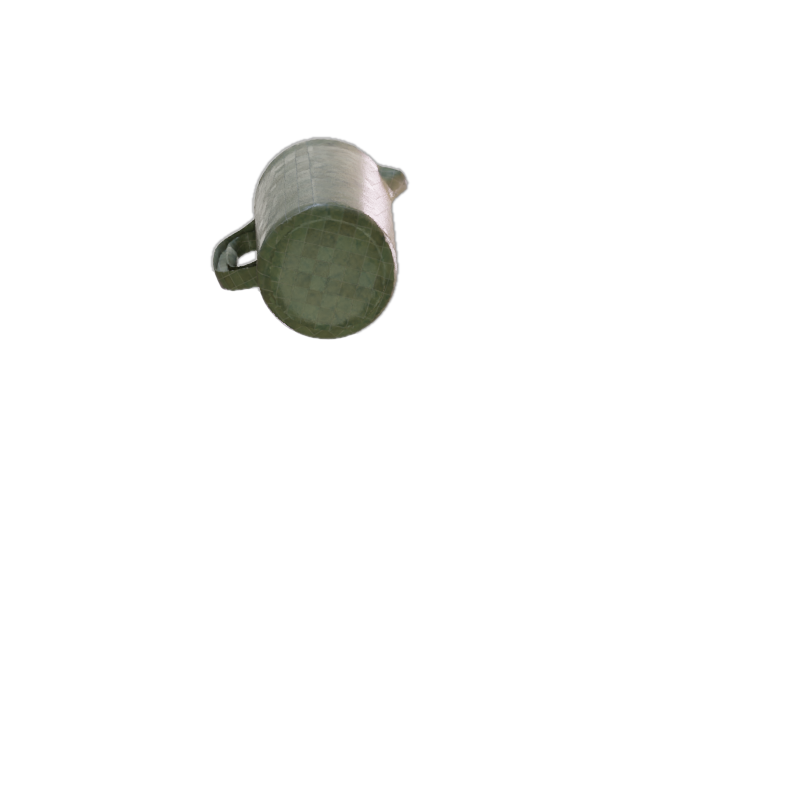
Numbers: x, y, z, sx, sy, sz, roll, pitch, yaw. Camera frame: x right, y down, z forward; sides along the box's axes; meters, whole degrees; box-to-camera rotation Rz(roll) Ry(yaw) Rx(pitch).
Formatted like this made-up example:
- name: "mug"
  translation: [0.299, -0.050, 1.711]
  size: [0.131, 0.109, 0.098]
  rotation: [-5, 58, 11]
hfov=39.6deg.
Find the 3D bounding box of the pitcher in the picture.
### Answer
- name: "pitcher"
  translation: [-0.074, -0.135, 0.947]
  size: [0.142, 0.146, 0.253]
  rotation: [23, 17, -11]
